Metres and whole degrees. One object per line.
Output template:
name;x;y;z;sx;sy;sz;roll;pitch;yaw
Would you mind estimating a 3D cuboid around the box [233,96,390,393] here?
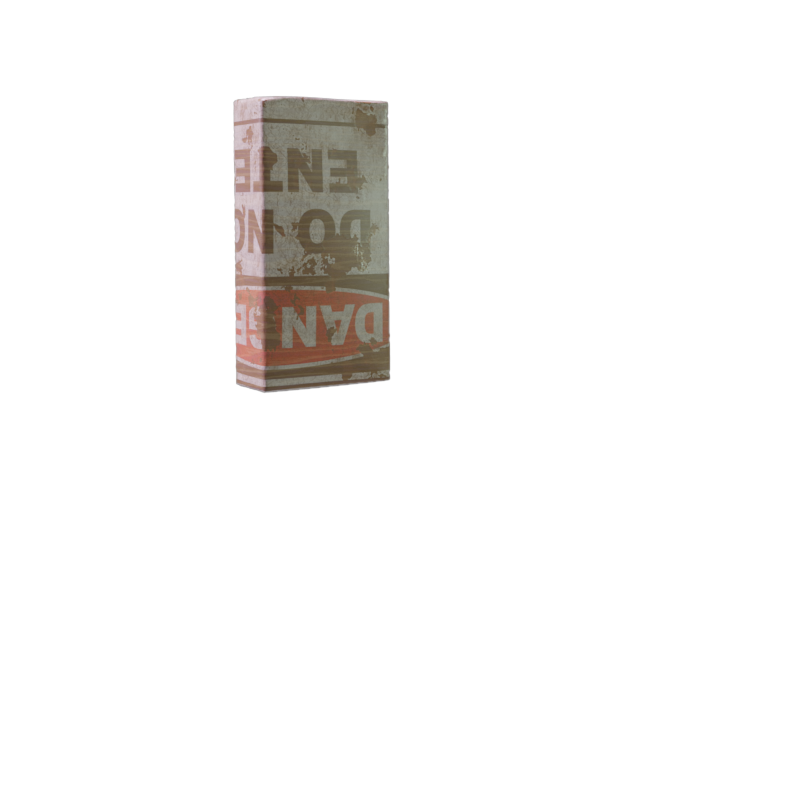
box;-0.054;-0.098;0.686;0.090;0.174;0.050;-3;6;-31
